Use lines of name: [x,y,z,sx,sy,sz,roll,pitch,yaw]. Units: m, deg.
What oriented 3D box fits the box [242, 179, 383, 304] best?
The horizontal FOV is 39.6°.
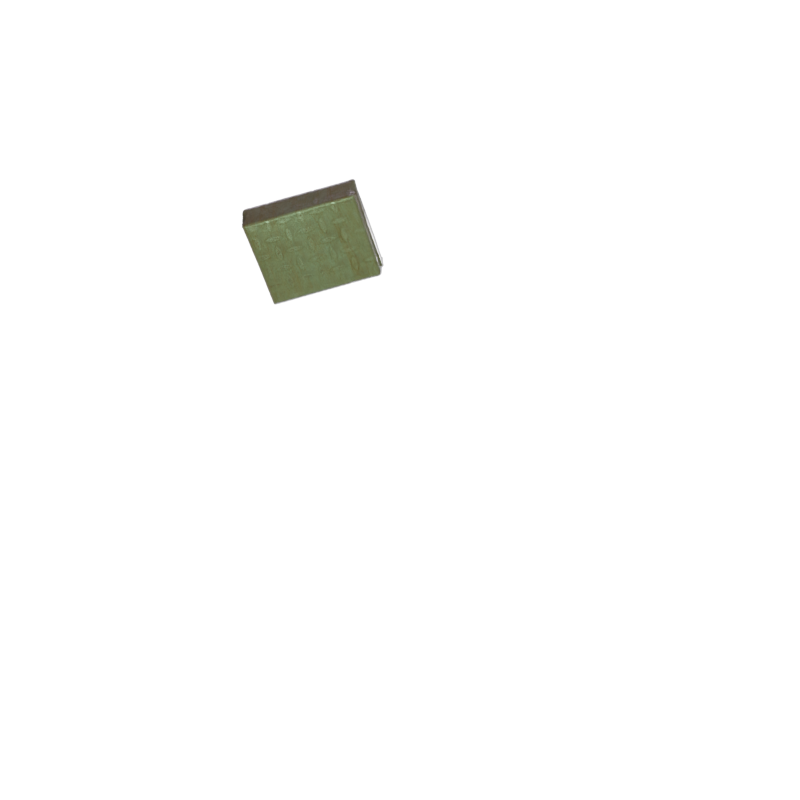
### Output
box: [-0.065,-0.119,0.831,0.090,0.068,0.032,-15,32,9]
